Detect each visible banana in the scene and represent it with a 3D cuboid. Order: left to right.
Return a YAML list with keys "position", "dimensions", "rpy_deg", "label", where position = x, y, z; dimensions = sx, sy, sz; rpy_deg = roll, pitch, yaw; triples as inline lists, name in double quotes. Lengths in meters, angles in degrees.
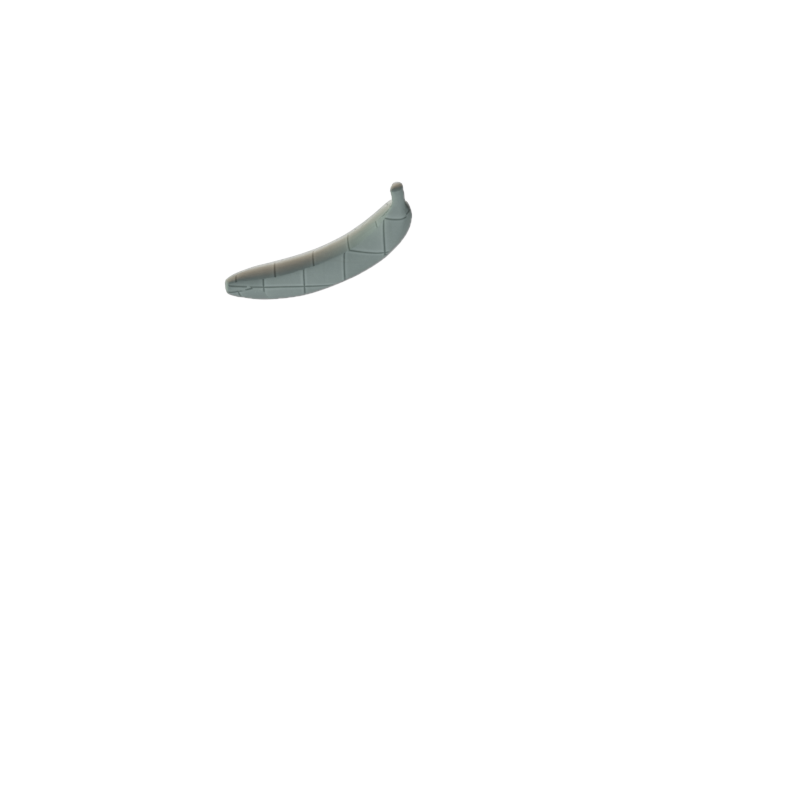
- position: [-0.061, -0.130, 0.969]
  dimensions: [0.198, 0.039, 0.065]
  rpy_deg: [-27, -49, 26]
  label: "banana"
